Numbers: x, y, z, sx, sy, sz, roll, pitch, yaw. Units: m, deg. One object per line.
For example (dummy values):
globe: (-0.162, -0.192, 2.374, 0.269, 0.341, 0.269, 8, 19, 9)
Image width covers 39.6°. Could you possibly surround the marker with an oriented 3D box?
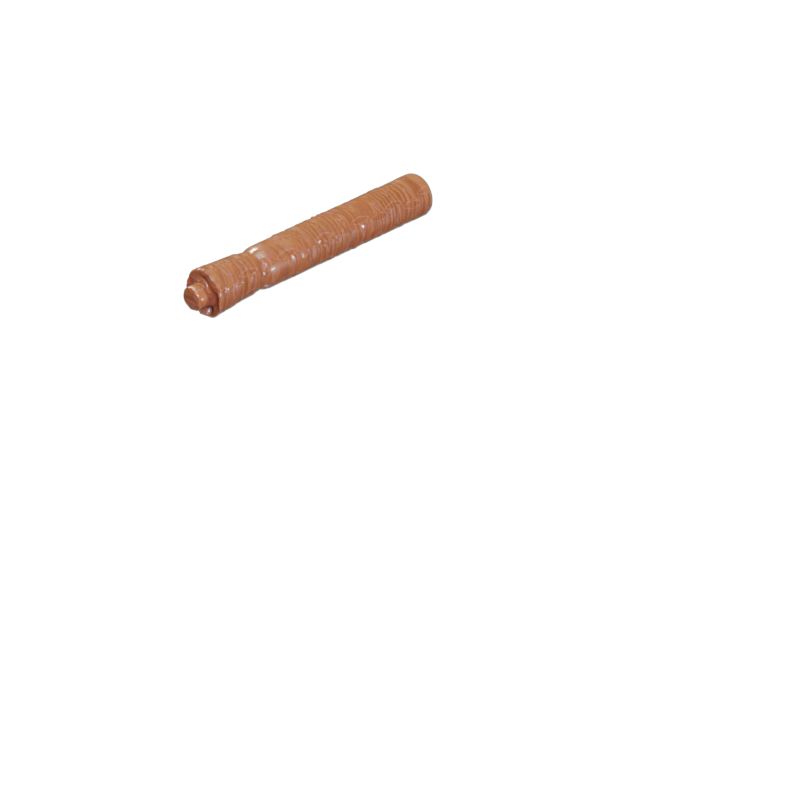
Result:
marker: (-0.033, -0.061, 0.425, 0.021, 0.019, 0.121, 4, 27, 46)
